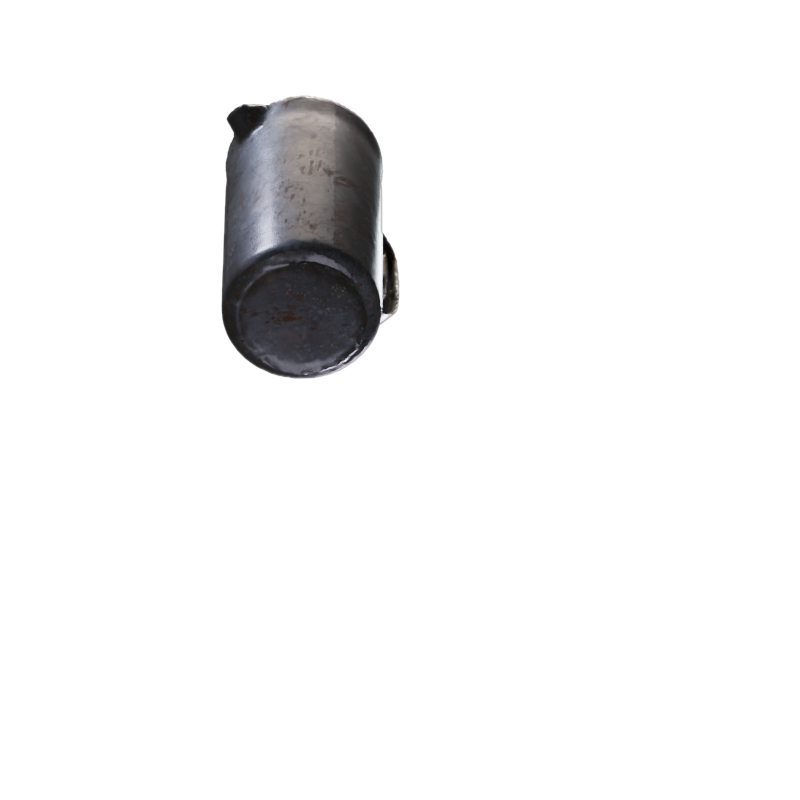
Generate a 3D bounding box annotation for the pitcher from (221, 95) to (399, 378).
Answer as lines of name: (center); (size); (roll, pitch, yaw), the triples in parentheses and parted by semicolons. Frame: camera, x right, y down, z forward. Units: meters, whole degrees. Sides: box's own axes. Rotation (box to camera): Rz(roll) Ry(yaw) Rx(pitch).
pitcher: (-0.066, -0.120, 0.843); (0.148, 0.136, 0.259); (2, 34, -5)
